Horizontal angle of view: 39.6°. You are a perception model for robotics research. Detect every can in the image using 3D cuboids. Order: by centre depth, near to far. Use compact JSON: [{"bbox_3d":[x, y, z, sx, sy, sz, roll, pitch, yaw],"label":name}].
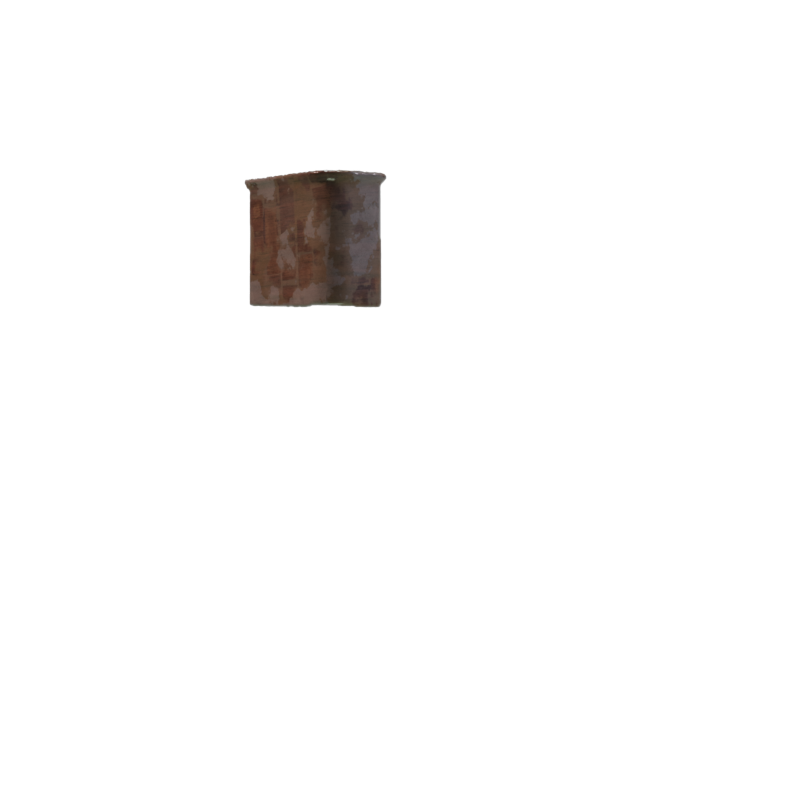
[{"bbox_3d":[-0.056,-0.102,0.716,0.055,0.084,0.106,0,2,-40],"label":"can"}]
